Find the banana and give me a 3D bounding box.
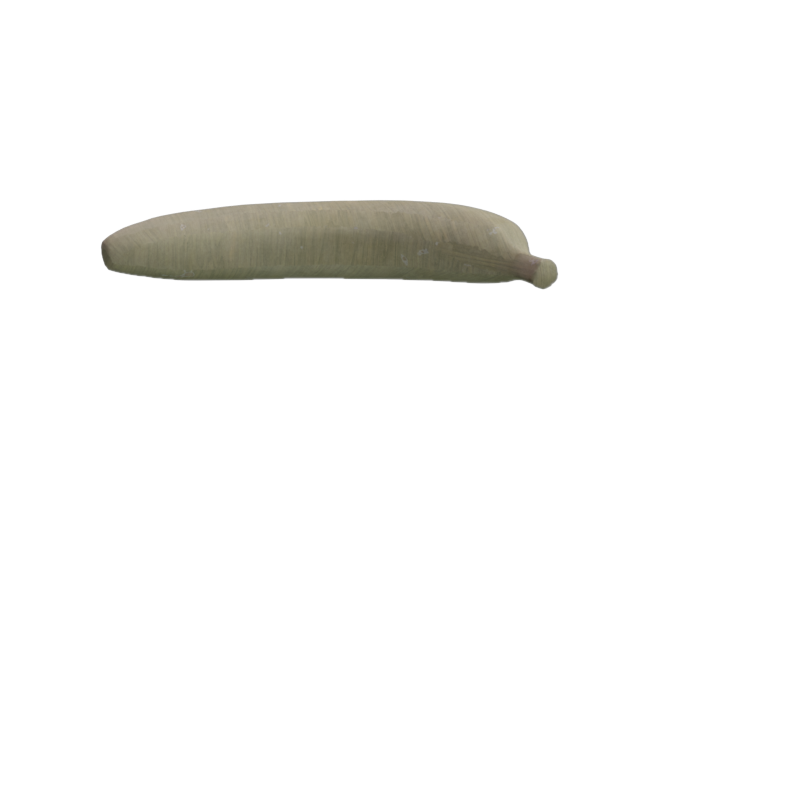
[{"bbox_3d":[-0.030,-0.071,0.493,0.201,0.036,0.069,2,8,13],"label":"banana"}]
